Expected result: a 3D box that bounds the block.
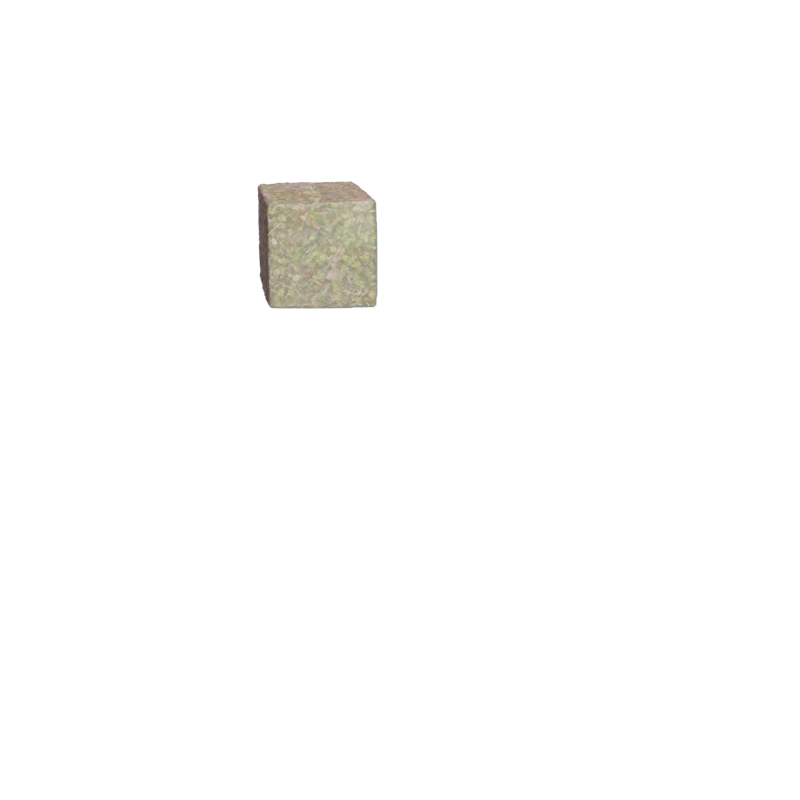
[{"bbox_3d":[-0.043,-0.079,0.555,0.052,0.050,0.081,-2,16,-10],"label":"block"}]
